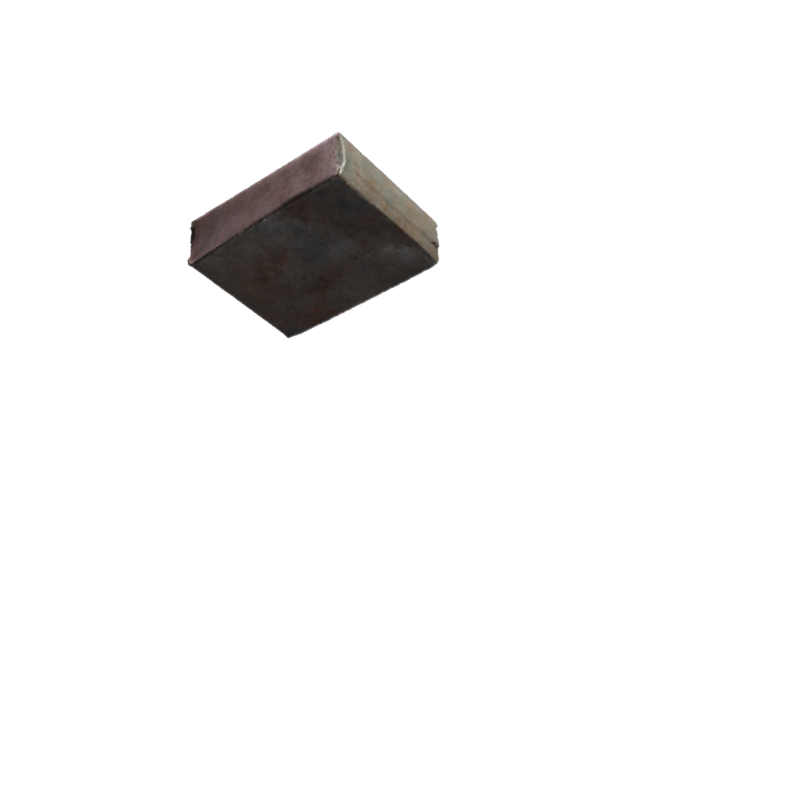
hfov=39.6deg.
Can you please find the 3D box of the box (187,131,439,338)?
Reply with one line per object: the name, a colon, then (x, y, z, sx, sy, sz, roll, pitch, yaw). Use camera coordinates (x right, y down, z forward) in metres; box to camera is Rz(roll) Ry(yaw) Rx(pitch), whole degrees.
box: (-0.049, -0.089, 0.622, 0.113, 0.042, 0.084, -27, -47, 27)
